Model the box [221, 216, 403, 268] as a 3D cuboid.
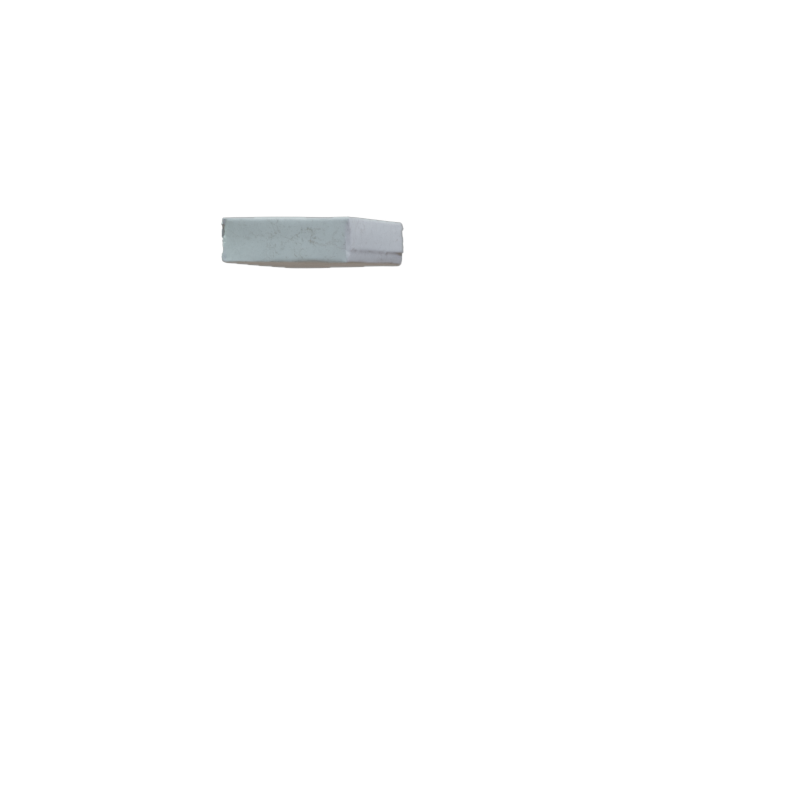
[{"bbox_3d":[-0.066,-0.121,0.847,0.117,0.039,0.087,2,4,28],"label":"box"}]
